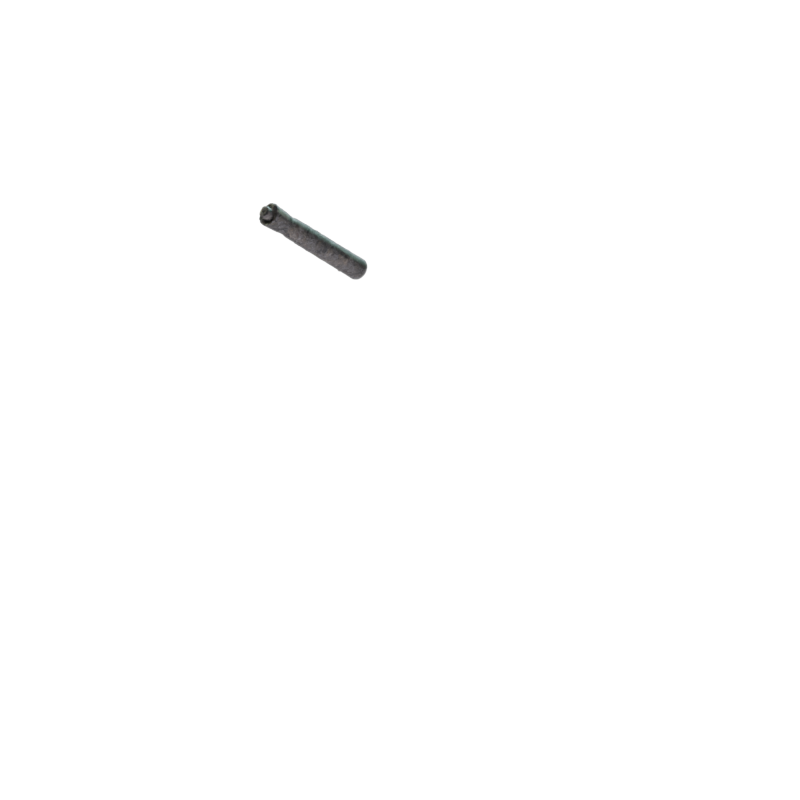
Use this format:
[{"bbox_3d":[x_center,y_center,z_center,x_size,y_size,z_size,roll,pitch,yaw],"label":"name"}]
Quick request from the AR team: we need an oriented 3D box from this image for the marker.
[{"bbox_3d":[-0.069,-0.126,0.882,0.021,0.020,0.113,3,-16,41],"label":"marker"}]
